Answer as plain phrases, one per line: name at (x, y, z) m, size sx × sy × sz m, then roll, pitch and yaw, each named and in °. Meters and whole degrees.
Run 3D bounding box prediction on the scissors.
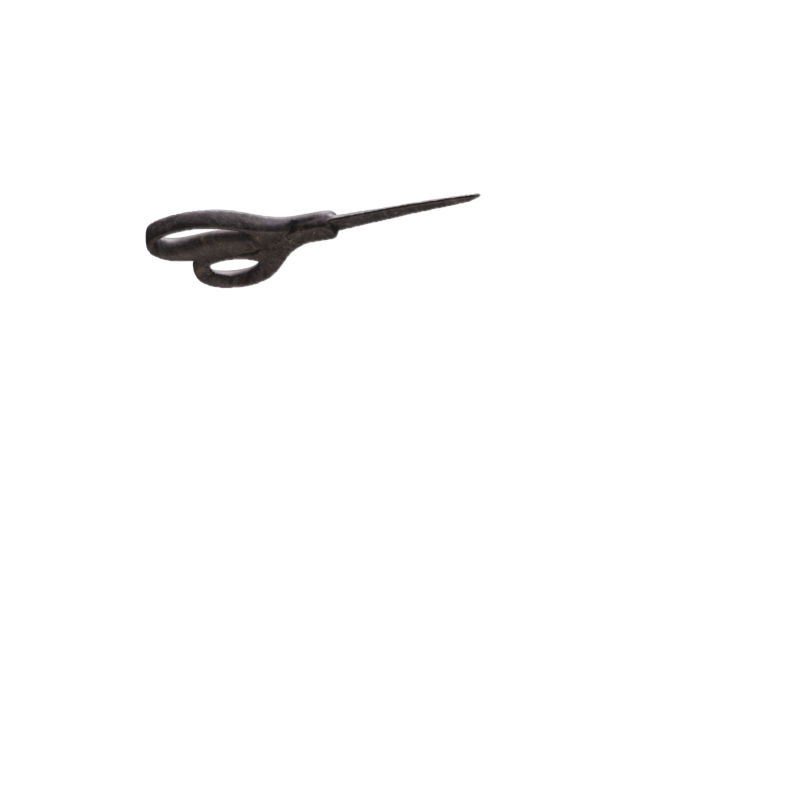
scissors at (-0.053, -0.097, 0.677) m, size 0.203 × 0.017 × 0.091 m, roll -2°, pitch -20°, yaw 6°
